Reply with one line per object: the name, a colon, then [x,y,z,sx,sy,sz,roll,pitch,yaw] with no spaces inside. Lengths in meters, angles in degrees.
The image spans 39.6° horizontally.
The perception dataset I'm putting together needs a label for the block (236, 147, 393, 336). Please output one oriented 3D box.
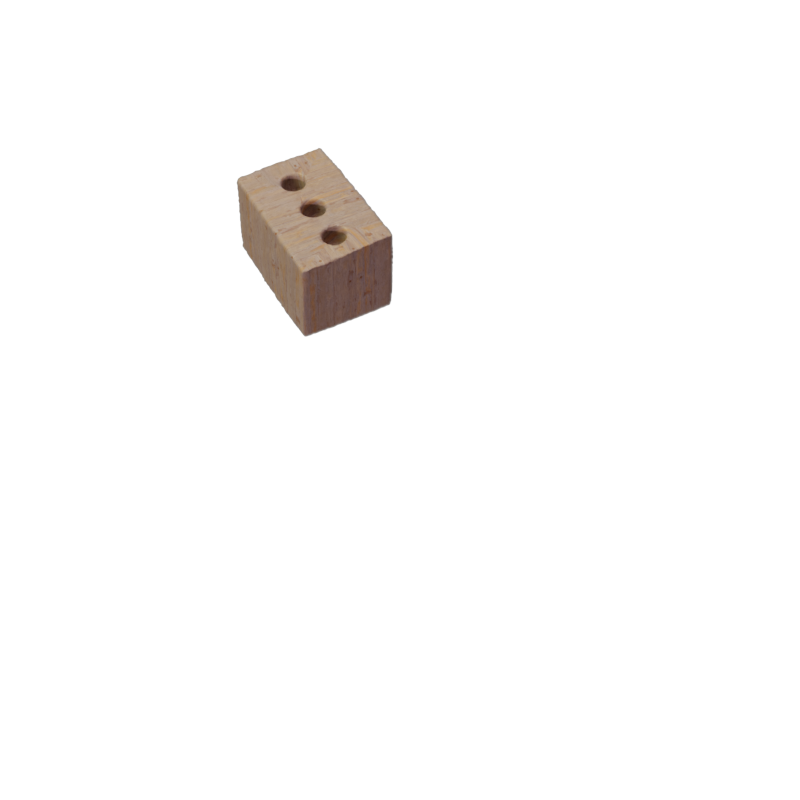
block: [-0.045,-0.083,0.580,0.052,0.084,0.048,-23,-36,-20]
